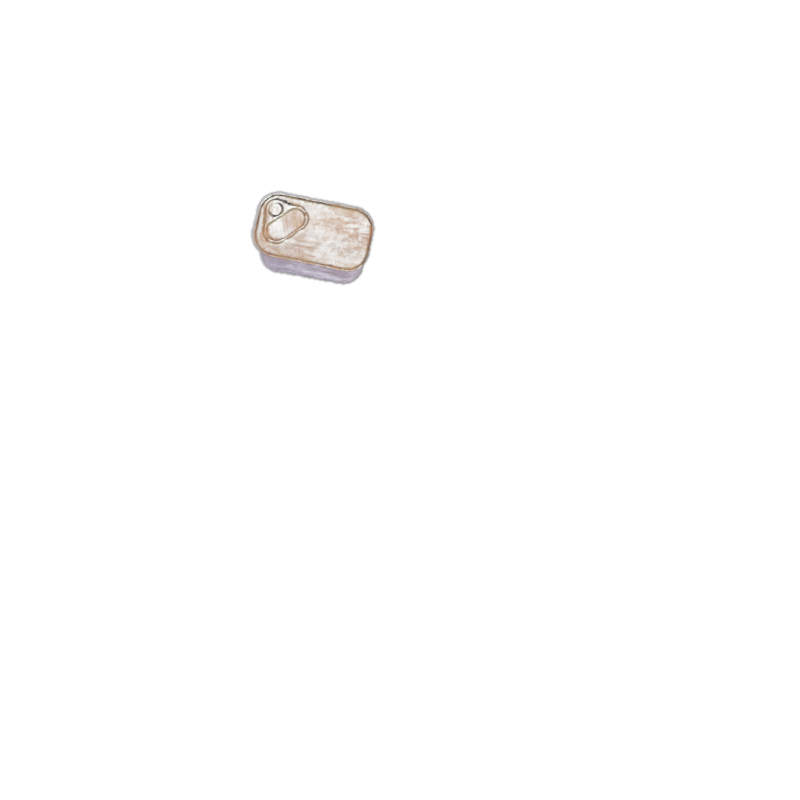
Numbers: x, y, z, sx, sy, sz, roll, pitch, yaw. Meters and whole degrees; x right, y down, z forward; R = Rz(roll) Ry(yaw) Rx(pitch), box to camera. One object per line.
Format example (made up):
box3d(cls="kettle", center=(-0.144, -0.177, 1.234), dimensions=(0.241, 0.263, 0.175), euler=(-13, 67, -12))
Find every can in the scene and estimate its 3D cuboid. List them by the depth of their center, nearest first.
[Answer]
box3d(cls="can", center=(-0.078, -0.141, 0.990), dimensions=(0.102, 0.059, 0.082), euler=(11, -7, 0))
